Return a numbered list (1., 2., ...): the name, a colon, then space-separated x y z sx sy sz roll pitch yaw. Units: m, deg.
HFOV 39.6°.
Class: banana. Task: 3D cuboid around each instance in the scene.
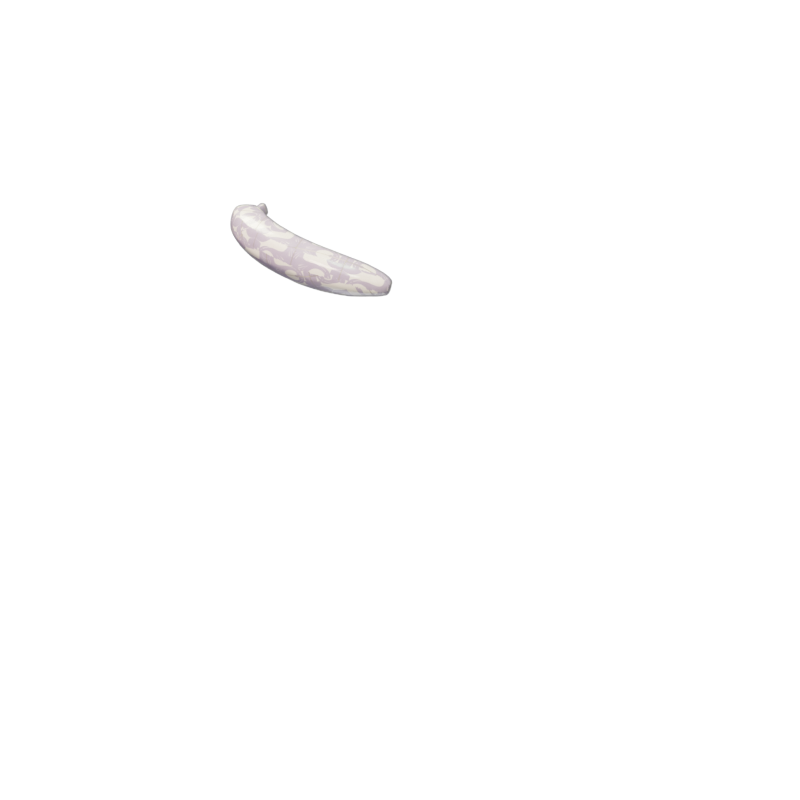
1. banana: -0.092 -0.134 0.961 0.069 0.034 0.213 -22 41 -30
